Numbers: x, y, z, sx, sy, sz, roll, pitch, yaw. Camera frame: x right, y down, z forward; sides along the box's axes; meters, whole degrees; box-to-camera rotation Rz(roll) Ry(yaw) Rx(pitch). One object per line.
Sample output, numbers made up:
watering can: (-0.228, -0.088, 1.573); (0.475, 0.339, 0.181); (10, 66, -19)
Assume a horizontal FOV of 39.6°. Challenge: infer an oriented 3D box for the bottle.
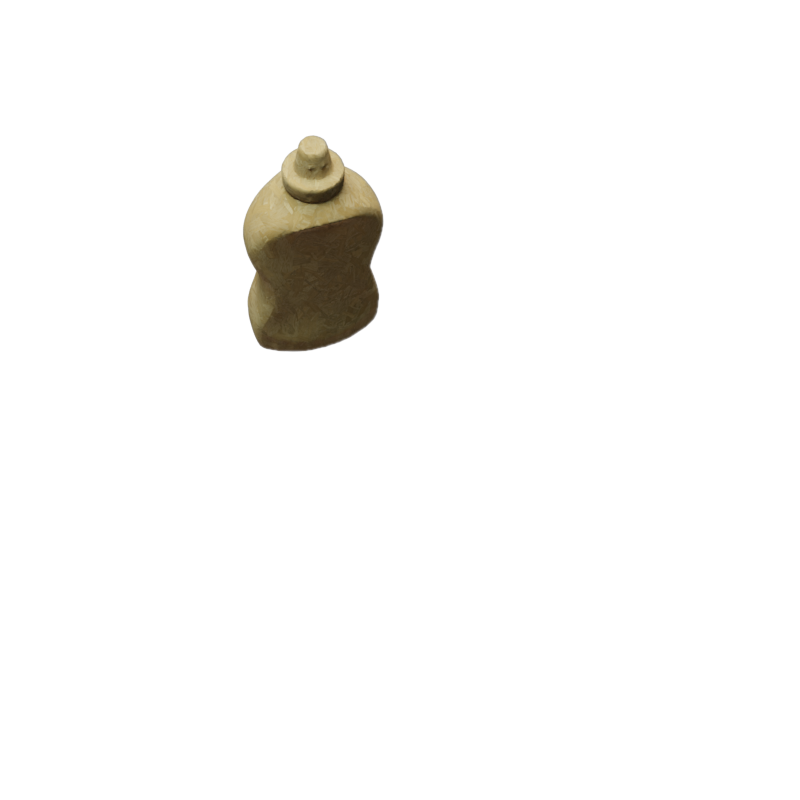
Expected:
bottle: (-0.060, -0.110, 0.768); (0.095, 0.063, 0.179); (-13, -32, -12)
